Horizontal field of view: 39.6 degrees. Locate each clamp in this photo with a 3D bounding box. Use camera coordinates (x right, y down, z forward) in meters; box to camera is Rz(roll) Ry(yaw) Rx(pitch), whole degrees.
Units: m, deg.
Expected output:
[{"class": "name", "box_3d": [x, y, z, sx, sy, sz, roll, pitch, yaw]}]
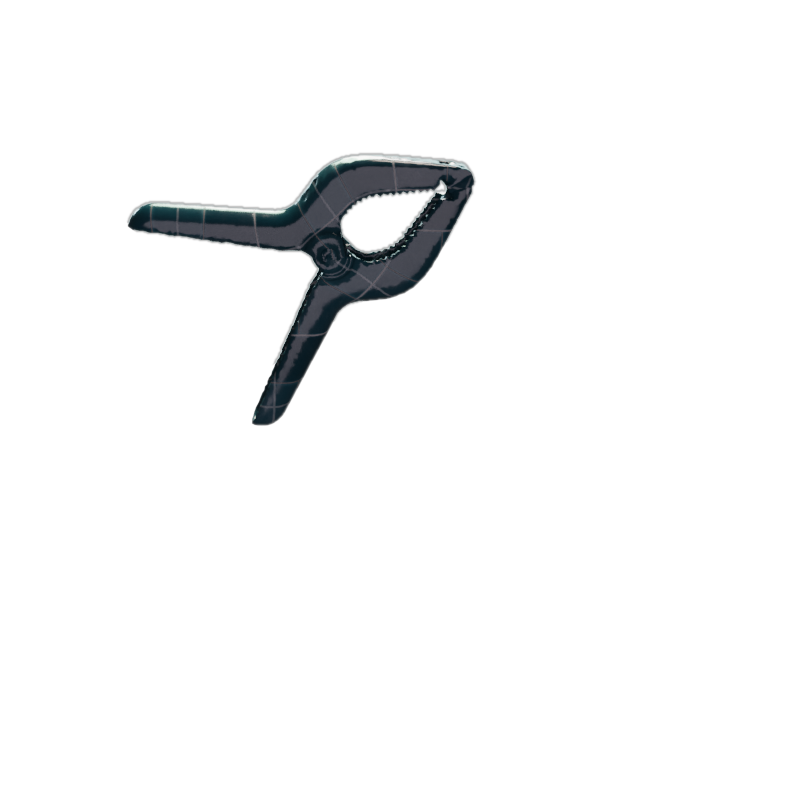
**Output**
[{"class": "clamp", "box_3d": [-0.054, -0.099, 0.695, 0.209, 0.159, 0.038, -35, 13, 9]}]
